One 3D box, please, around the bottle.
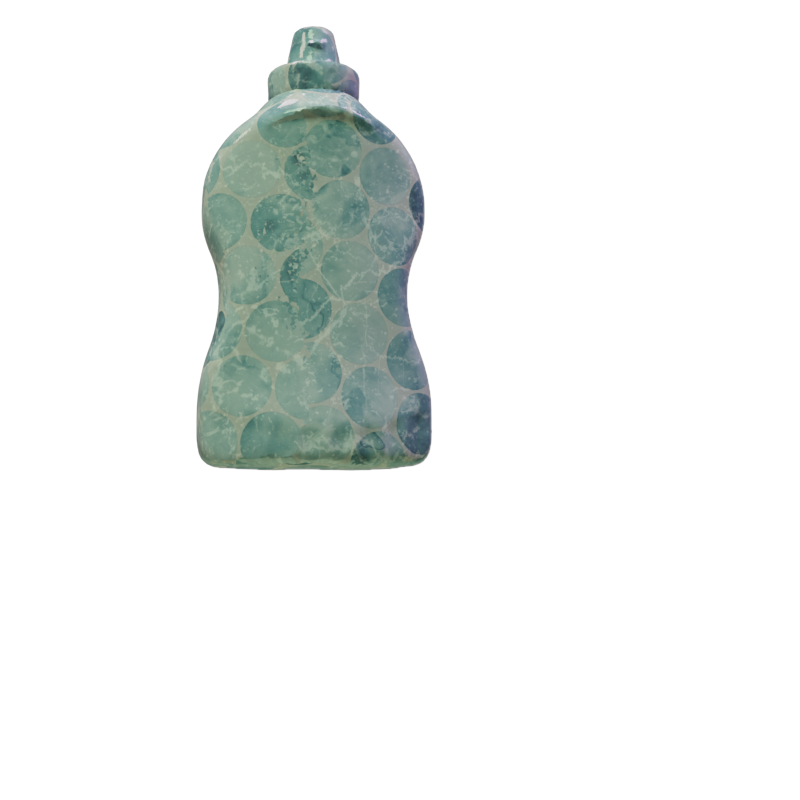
[{"bbox_3d":[-0.037,-0.068,0.477,0.095,0.198,0.057,1,-12,-9],"label":"bottle"}]
